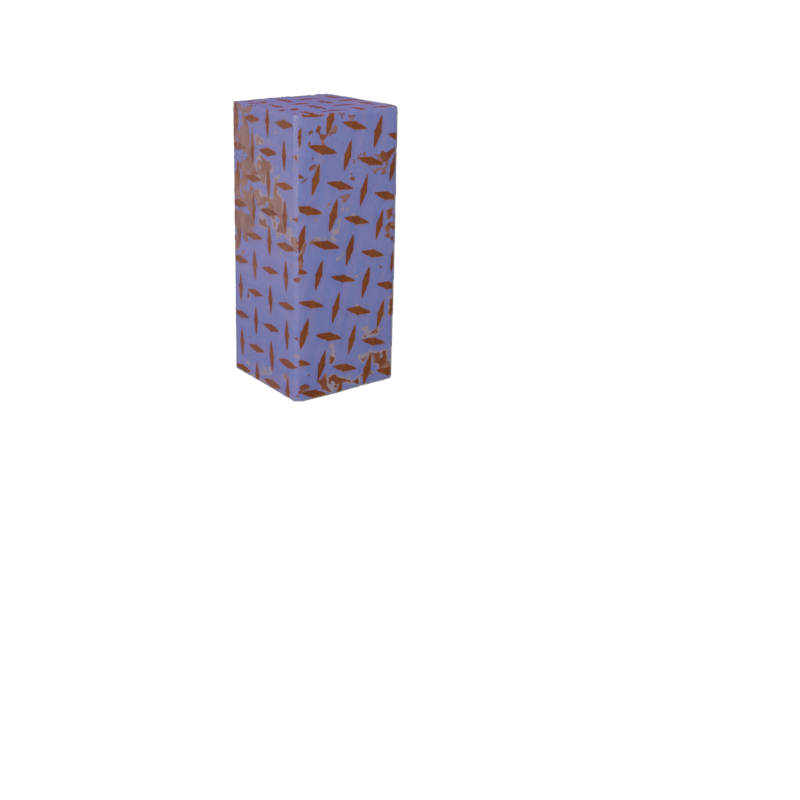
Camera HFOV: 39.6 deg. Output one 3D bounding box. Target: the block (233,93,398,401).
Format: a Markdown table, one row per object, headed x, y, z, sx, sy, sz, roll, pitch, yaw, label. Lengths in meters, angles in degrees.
| x | y | z | sx | sy | sz | roll | pitch | yaw | label |
| --- | --- | --- | --- | --- | --- | --- | --- | --- | --- |
| -0.064 | -0.117 | 0.821 | 0.088 | 0.199 | 0.096 | -10 | 19 | -35 | block |
